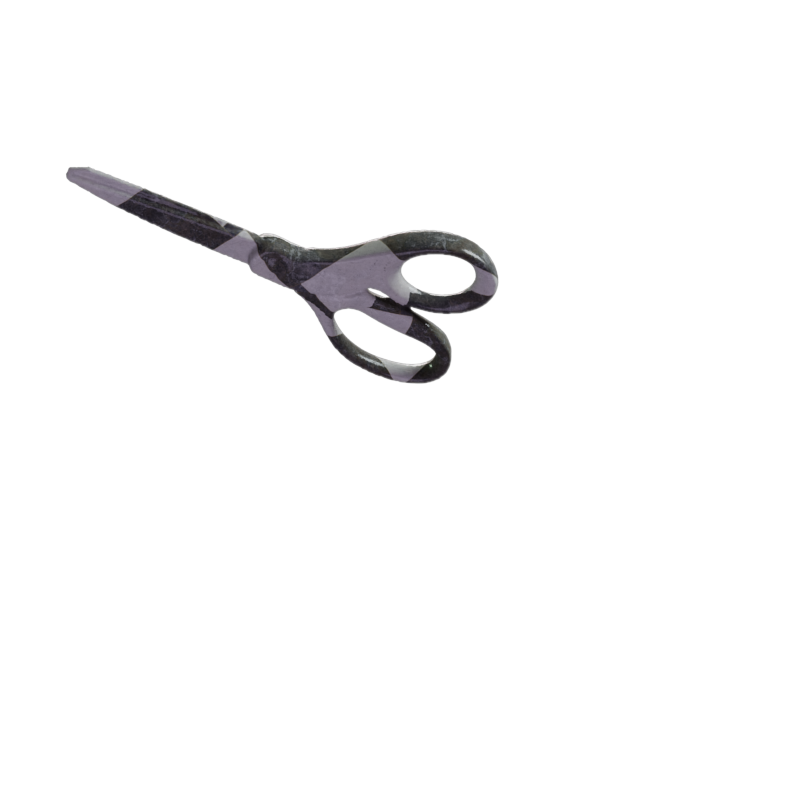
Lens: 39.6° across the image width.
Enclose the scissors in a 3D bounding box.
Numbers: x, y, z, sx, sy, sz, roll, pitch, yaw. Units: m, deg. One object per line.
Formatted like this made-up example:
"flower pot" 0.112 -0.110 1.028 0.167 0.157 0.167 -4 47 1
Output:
"scissors" -0.038 -0.070 0.491 0.190 0.017 0.095 36 -57 -28
